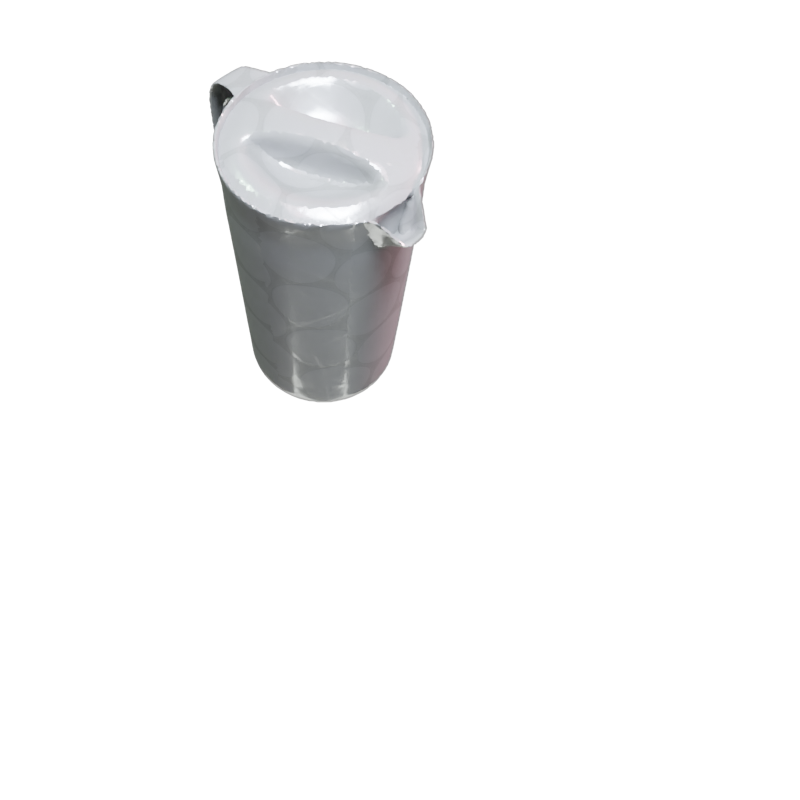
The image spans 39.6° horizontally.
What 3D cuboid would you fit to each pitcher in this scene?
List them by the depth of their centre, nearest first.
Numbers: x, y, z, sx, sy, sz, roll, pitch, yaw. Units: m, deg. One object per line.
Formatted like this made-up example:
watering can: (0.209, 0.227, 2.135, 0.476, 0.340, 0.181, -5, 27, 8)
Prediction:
pitcher: (-0.059, -0.108, 0.760, 0.145, 0.159, 0.228, 3, -33, -1)
